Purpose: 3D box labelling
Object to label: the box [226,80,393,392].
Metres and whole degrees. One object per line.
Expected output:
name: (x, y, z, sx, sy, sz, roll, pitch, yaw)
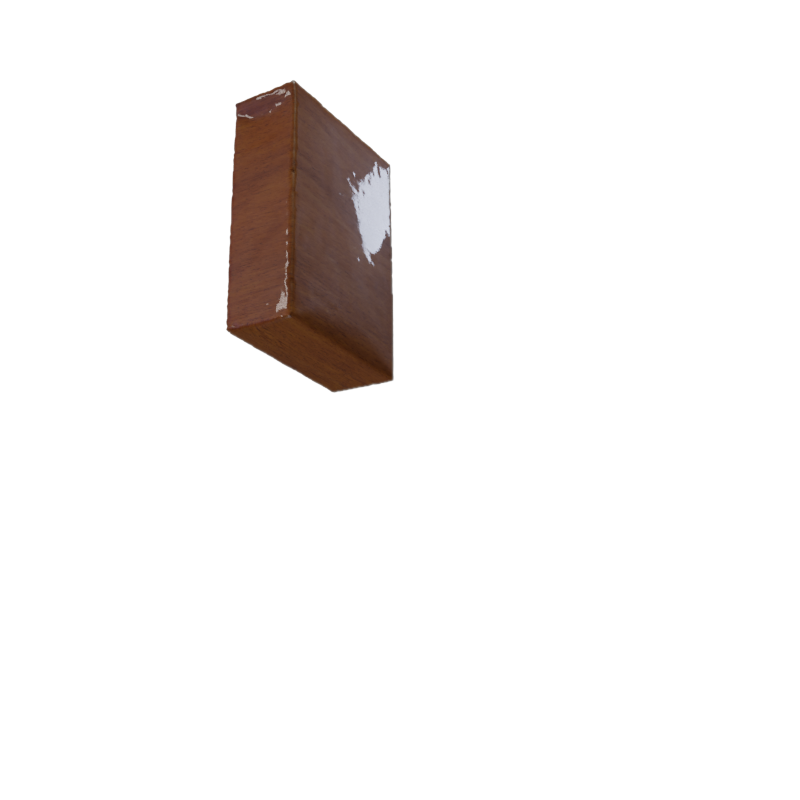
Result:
box: (-0.073, -0.133, 0.935, 0.073, 0.226, 0.153, -16, -27, 27)
